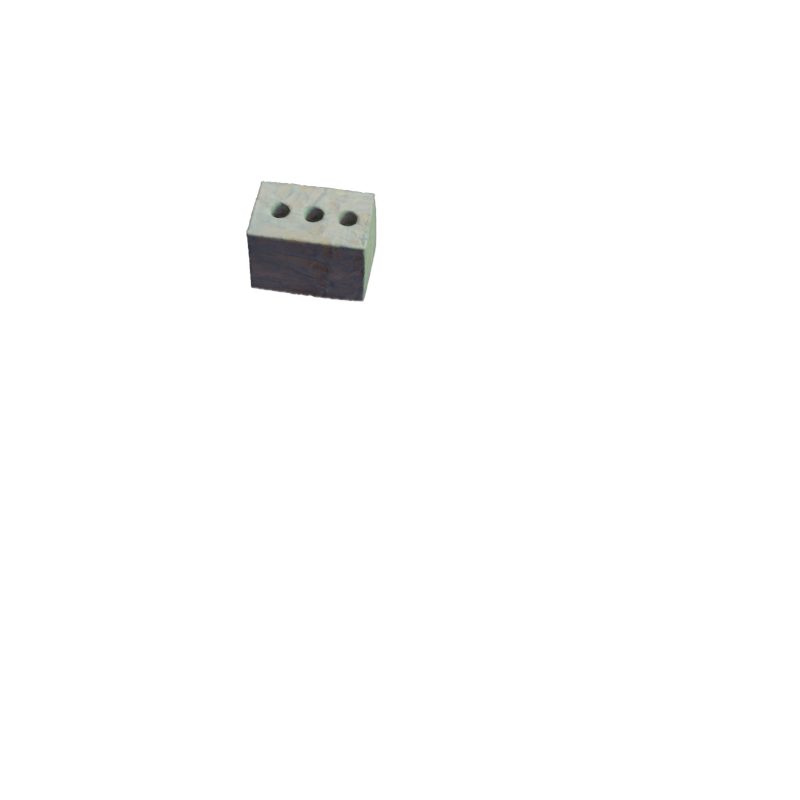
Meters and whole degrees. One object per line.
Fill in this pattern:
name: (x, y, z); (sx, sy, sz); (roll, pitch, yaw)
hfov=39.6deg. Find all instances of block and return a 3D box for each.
block: (-0.056, -0.103, 0.721); (0.079, 0.056, 0.048); (7, -41, 5)
